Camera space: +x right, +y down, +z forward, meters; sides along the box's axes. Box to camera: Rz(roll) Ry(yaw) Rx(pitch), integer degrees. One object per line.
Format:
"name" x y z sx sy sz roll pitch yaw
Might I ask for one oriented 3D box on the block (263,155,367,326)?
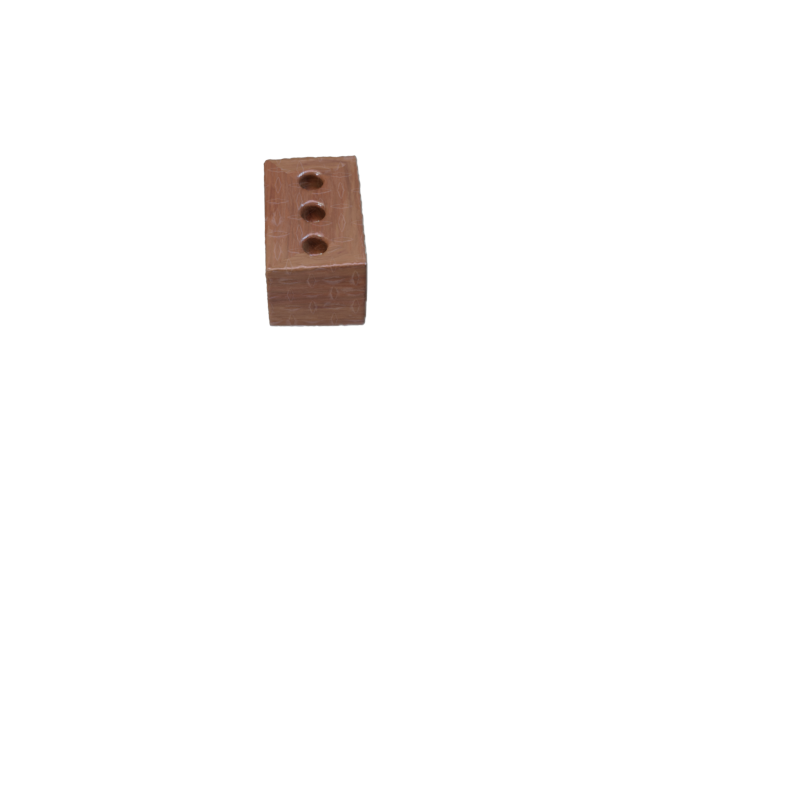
"block" -0.047 -0.085 0.595 0.052 0.084 0.048 -3 -35 -4
